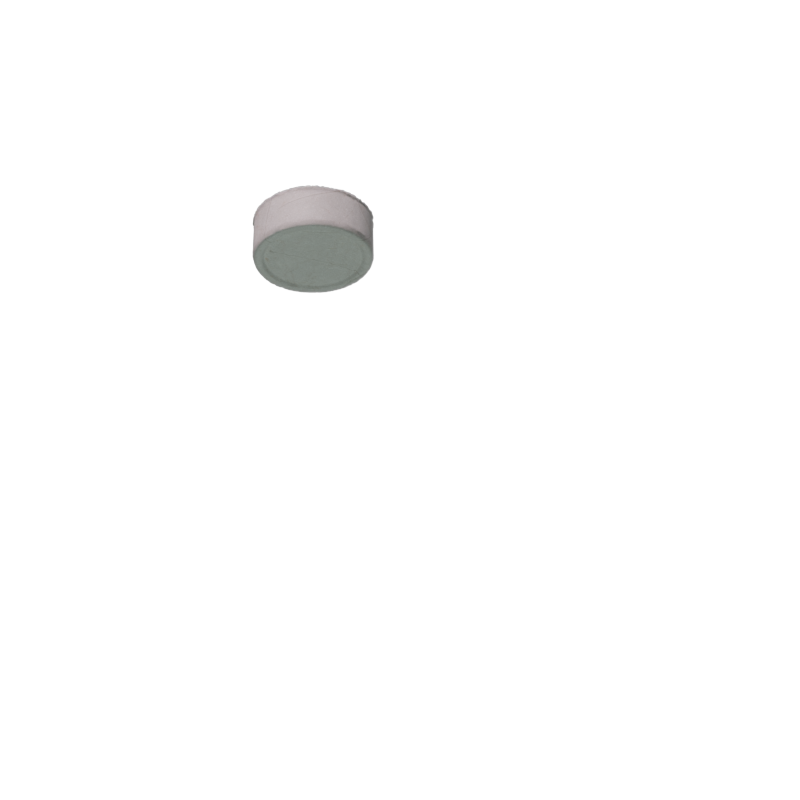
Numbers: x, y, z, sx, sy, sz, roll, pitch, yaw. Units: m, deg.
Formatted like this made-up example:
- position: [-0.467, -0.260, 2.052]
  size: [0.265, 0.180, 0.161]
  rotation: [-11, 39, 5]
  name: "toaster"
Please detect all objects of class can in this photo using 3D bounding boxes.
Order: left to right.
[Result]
- position: [-0.061, -0.111, 0.777]
  size: [0.086, 0.036, 0.081]
  rotation: [1, -31, -2]
  name: "can"
